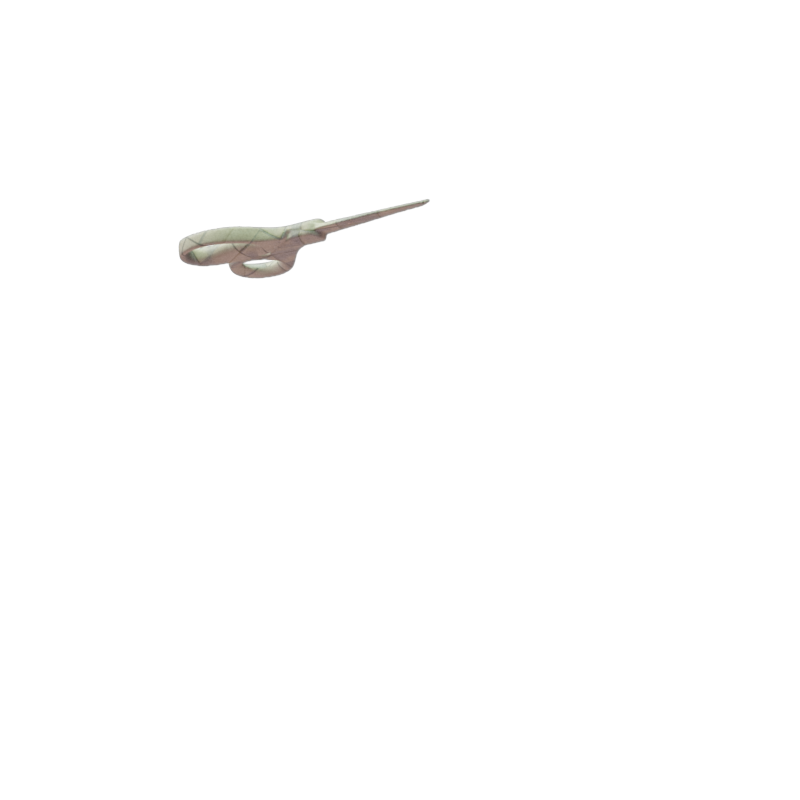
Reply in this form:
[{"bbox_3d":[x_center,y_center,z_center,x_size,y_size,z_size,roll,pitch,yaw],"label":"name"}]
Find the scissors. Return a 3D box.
[{"bbox_3d":[-0.063,-0.115,0.805,0.206,0.016,0.091,-4,-13,20],"label":"scissors"}]
